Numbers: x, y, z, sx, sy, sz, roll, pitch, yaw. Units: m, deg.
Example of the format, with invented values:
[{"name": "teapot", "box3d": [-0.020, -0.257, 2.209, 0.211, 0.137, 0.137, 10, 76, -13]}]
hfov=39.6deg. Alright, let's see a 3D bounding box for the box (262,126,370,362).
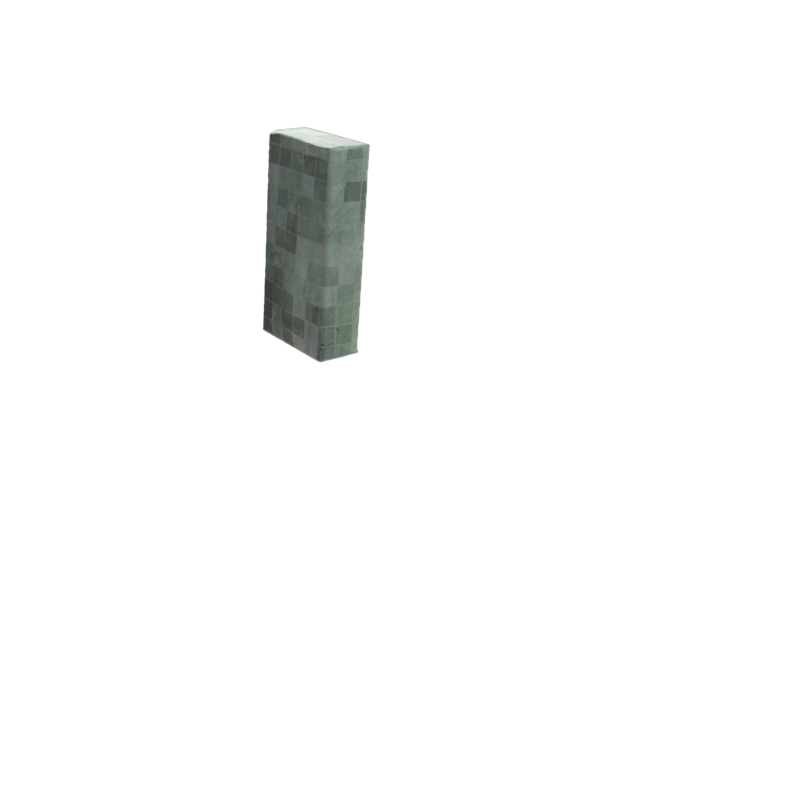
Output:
[{"name": "box", "box3d": [-0.072, -0.130, 0.909, 0.047, 0.170, 0.099, -11, 21, -35]}]
